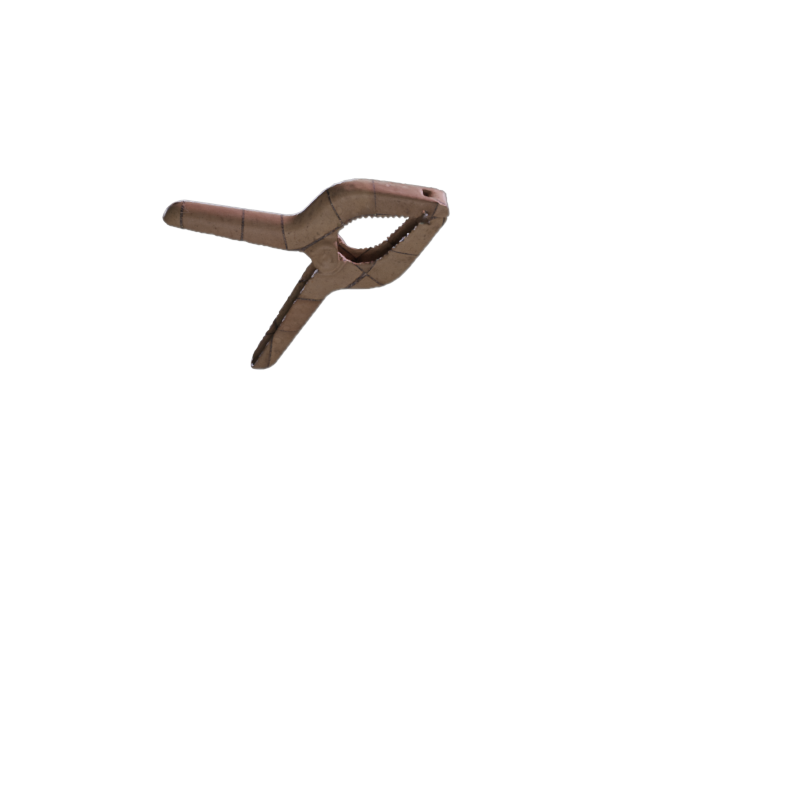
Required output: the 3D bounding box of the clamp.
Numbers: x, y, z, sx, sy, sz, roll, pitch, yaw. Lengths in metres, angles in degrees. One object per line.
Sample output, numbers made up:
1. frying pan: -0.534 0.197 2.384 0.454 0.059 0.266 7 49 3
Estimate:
1. clamp: -0.067 -0.122 0.851 0.210 0.154 0.039 -25 31 16
